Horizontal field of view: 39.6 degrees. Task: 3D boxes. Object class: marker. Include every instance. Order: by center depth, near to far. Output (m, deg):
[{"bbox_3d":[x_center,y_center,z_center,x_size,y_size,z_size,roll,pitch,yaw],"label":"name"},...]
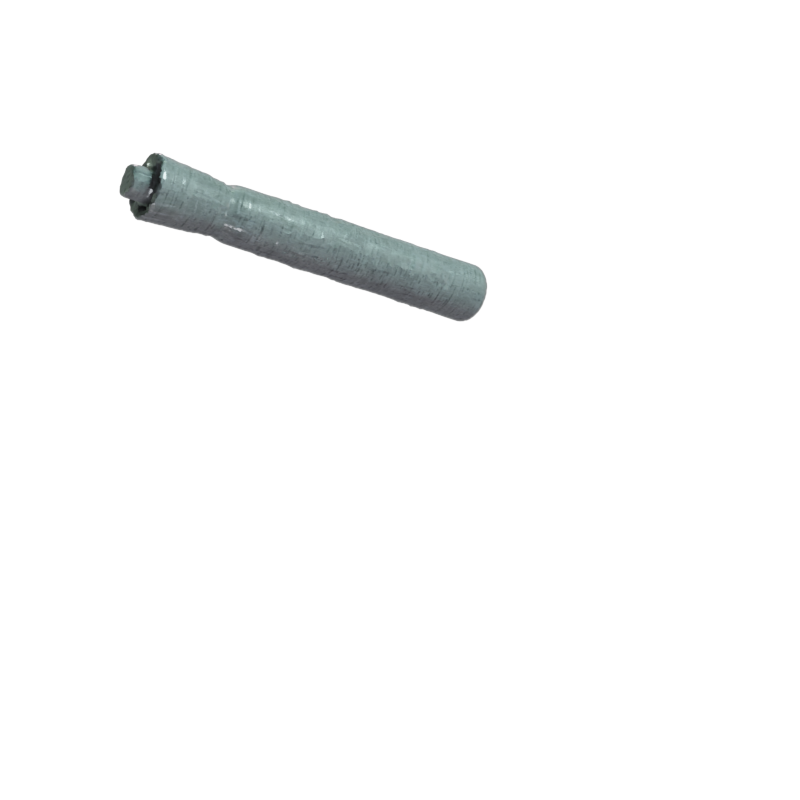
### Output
[{"bbox_3d":[-0.025,-0.046,0.323,0.115,0.020,0.020,15,-5,-32],"label":"marker"}]
